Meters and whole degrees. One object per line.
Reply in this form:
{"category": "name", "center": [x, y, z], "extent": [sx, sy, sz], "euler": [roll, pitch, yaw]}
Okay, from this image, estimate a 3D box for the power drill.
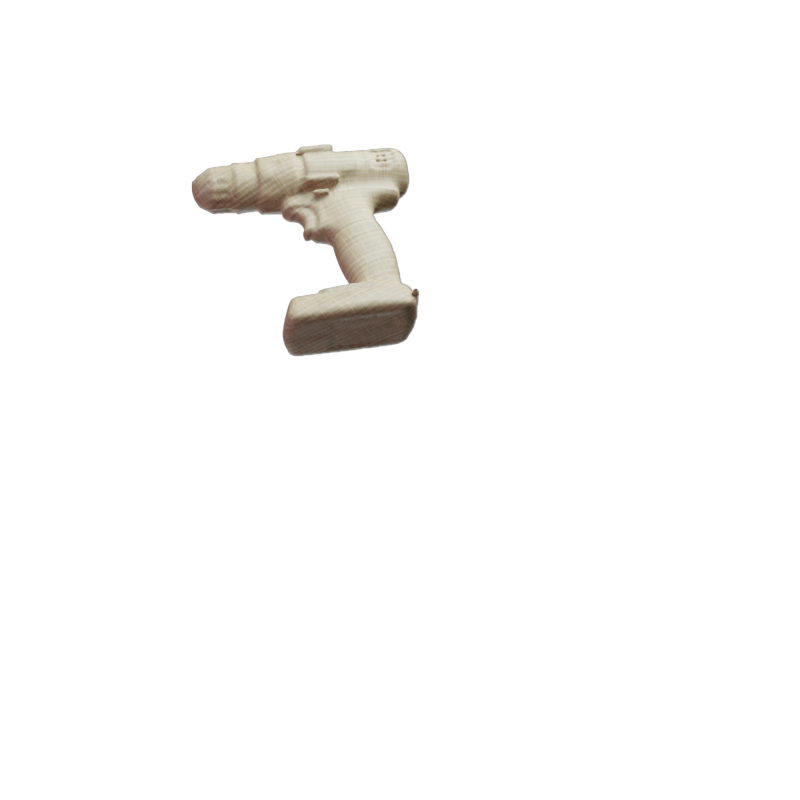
{"category": "power drill", "center": [-0.070, -0.128, 0.897], "extent": [0.183, 0.202, 0.054], "euler": [-8, -35, -6]}
